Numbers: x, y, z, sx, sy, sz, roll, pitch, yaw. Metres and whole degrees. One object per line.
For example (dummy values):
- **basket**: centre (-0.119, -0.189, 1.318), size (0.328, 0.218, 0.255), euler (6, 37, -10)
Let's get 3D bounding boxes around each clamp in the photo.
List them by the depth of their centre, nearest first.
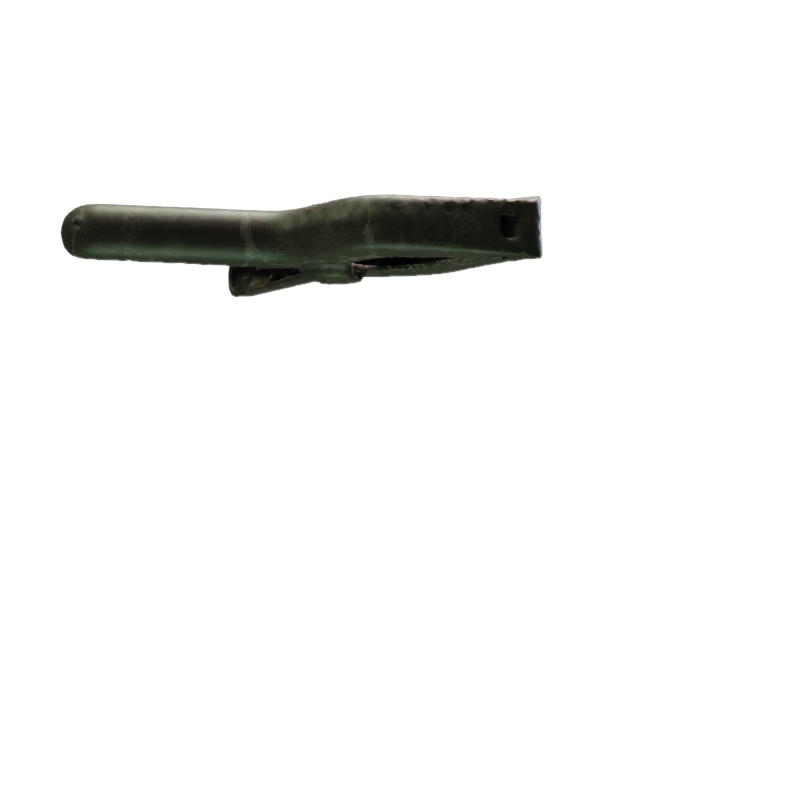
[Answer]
- **clamp**: centre (-0.041, -0.075, 0.523), size (0.216, 0.037, 0.157), euler (-1, -2, 30)
